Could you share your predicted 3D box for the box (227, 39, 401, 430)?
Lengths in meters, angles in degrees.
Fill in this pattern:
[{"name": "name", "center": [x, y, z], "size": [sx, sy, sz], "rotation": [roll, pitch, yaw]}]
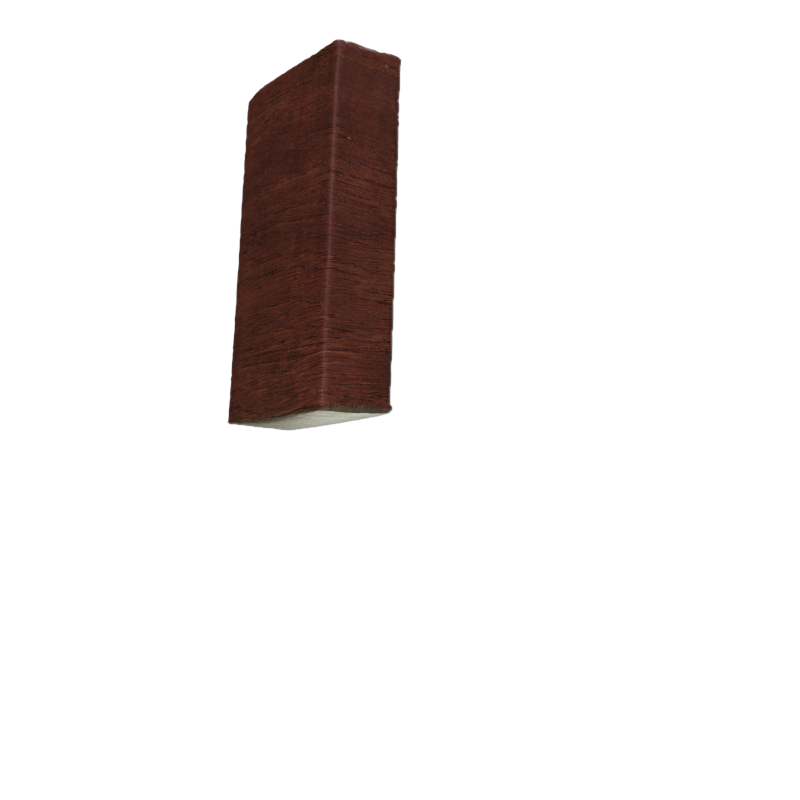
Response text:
[{"name": "box", "center": [-0.043, -0.078, 0.545], "size": [0.046, 0.182, 0.094], "rotation": [8, -16, -34]}]
